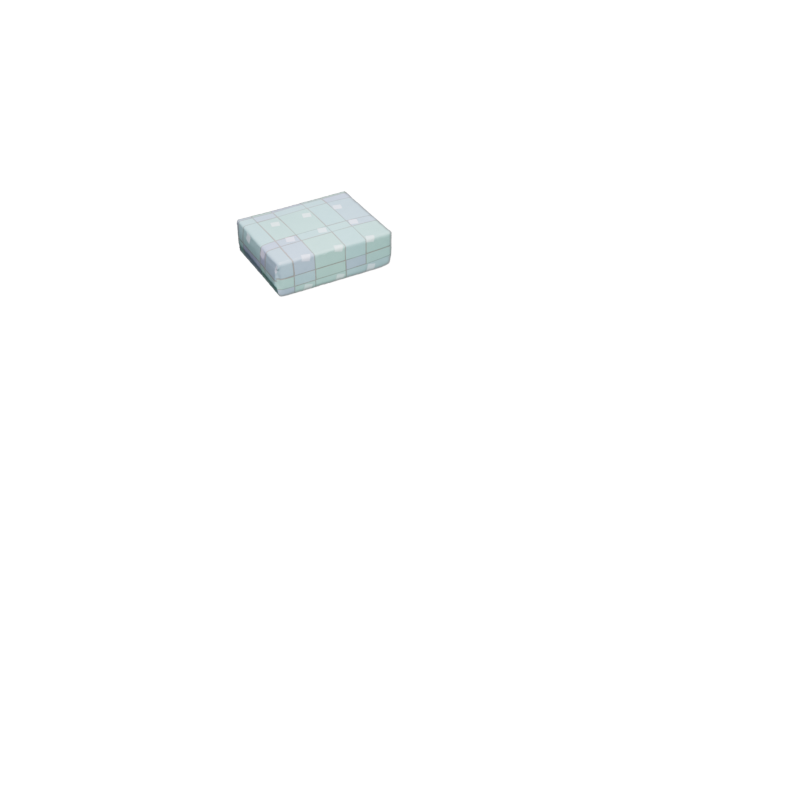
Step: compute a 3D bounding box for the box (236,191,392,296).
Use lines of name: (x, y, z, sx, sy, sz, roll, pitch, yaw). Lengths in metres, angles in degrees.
box: (-0.077, -0.141, 0.985, 0.112, 0.036, 0.097, -17, 39, -23)
